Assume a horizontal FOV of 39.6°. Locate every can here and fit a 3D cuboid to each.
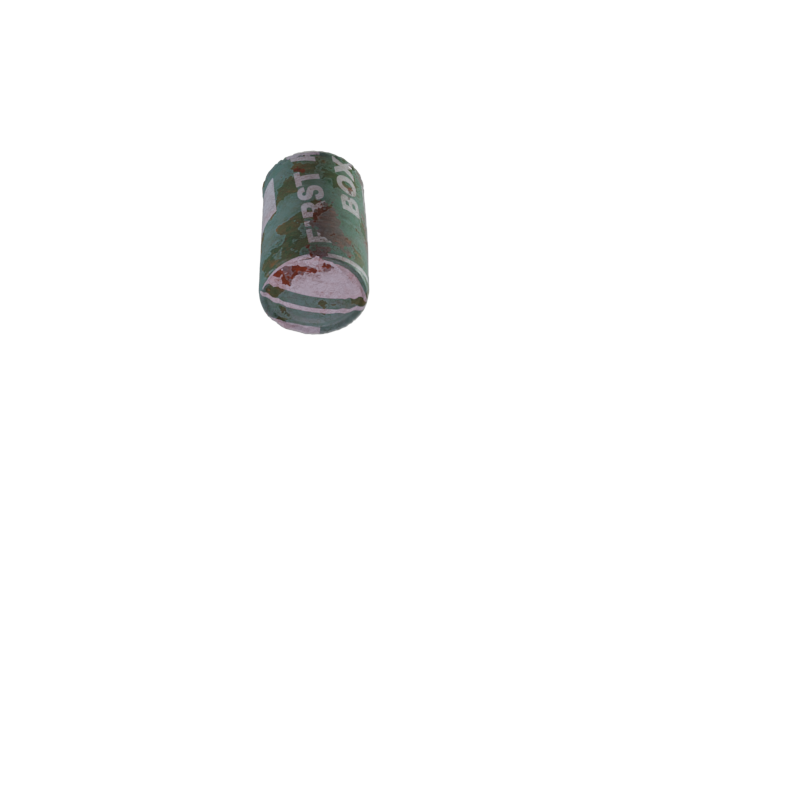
[{"bbox_3d":[-0.055,-0.100,0.699,0.068,0.110,0.064,-1,-45,-3],"label":"can"}]
